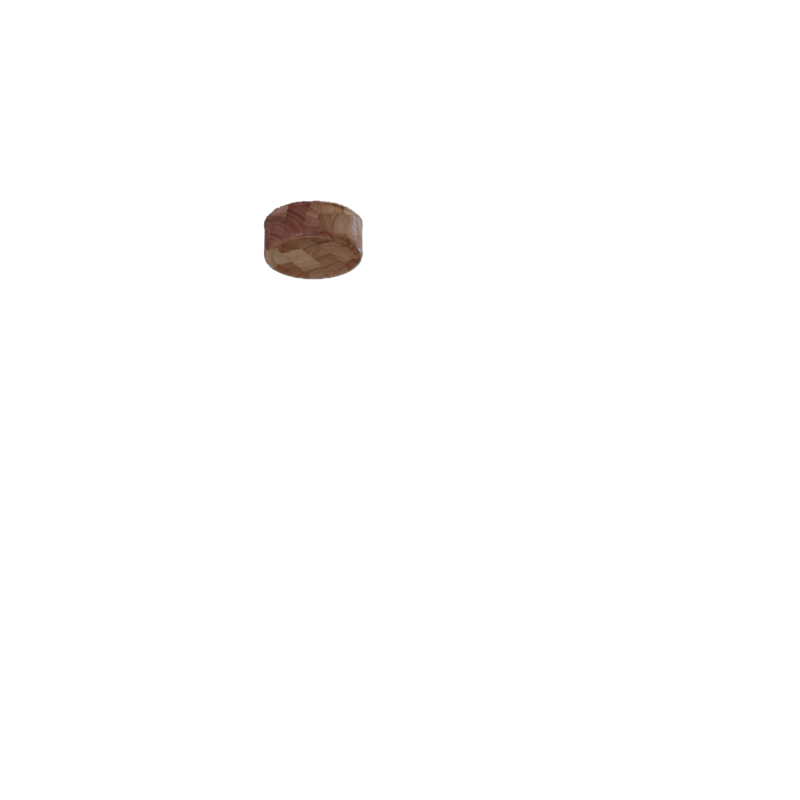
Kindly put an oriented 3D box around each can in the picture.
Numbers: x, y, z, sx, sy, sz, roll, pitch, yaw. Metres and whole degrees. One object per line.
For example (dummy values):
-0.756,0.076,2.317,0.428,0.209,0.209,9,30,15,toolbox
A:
-0.074,-0.136,0.950,0.086,0.035,0.081,0,-22,-2,can
